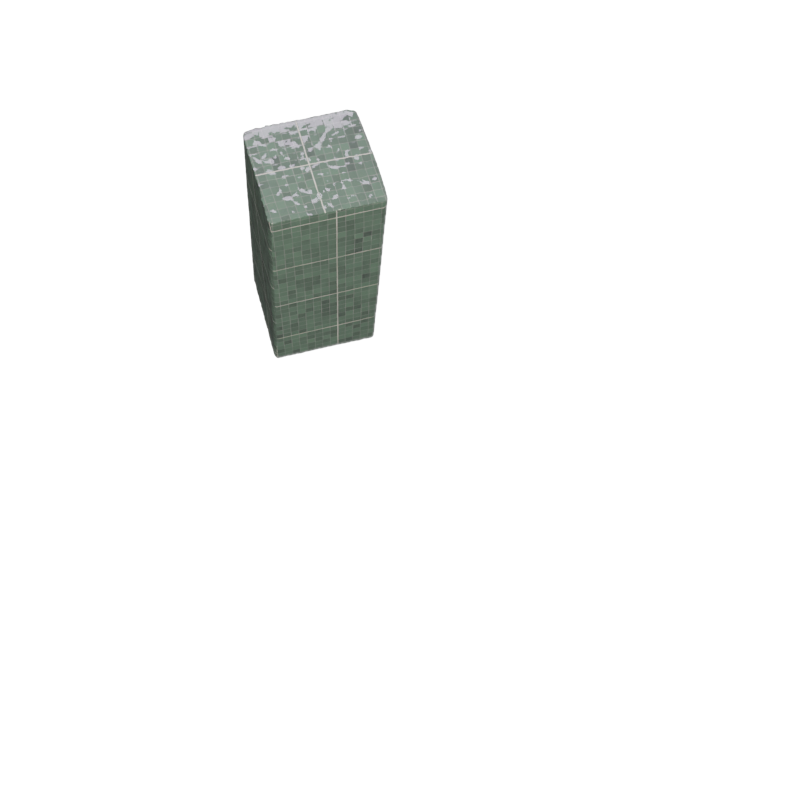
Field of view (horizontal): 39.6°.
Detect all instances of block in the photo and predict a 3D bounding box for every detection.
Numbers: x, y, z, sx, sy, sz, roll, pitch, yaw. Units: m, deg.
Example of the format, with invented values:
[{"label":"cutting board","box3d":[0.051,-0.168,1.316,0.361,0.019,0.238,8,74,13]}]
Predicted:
[{"label":"block","box3d":[-0.070,-0.128,0.894,0.090,0.096,0.194,-13,-26,-10]}]
